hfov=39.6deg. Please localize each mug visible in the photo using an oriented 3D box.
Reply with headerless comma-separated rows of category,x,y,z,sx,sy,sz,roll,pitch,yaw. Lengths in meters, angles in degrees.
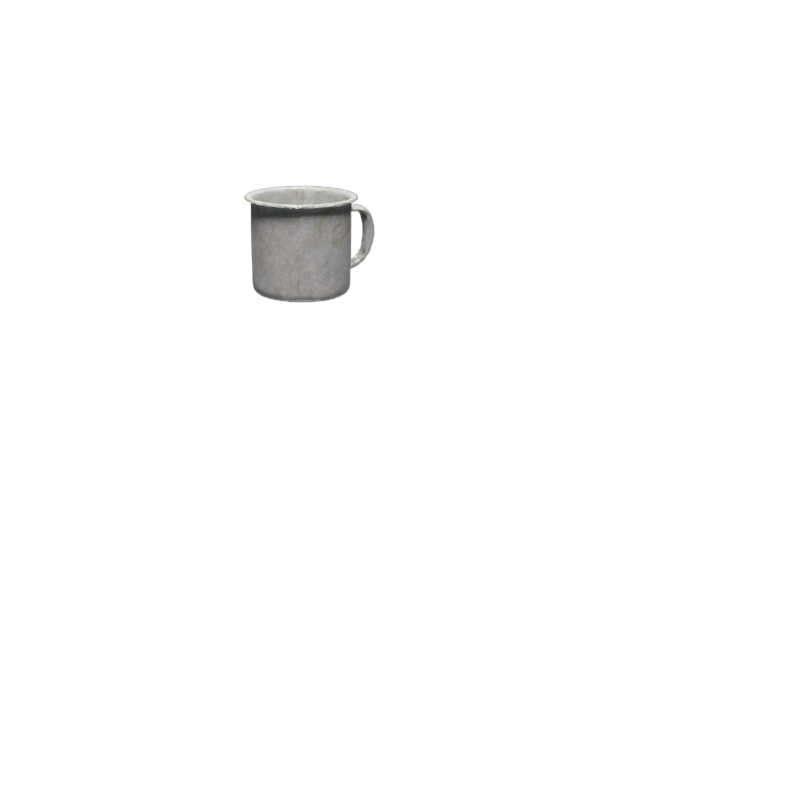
mug,-0.072,-0.131,0.919,0.114,0.079,0.099,-13,21,-35
